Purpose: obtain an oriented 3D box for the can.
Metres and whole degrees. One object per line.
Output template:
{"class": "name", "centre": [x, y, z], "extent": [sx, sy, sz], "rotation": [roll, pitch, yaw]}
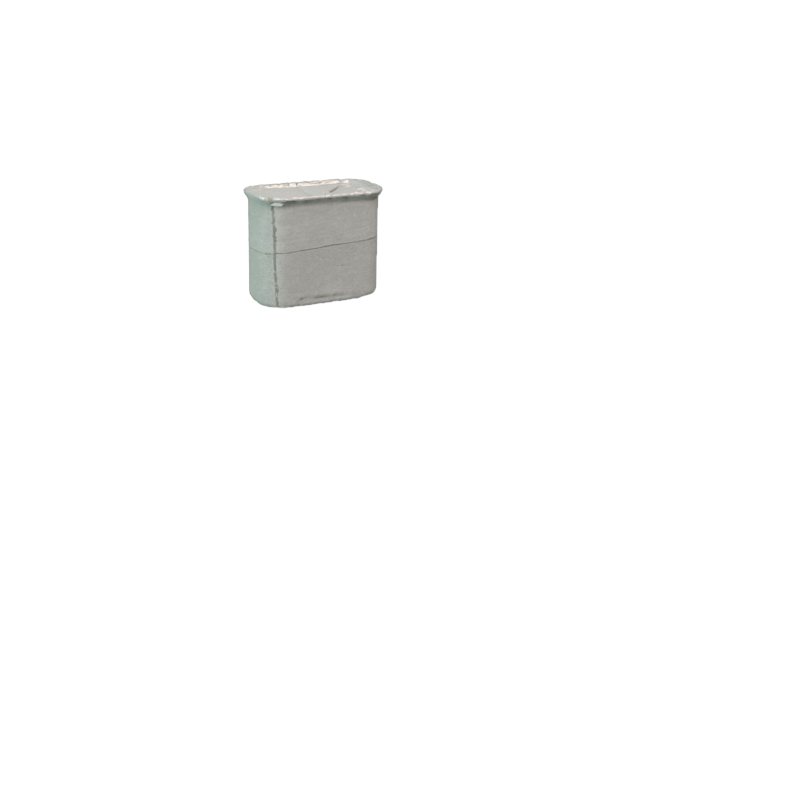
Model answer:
{"class": "can", "centre": [-0.066, -0.120, 0.839], "extent": [0.100, 0.081, 0.061], "rotation": [-8, 18, -25]}
